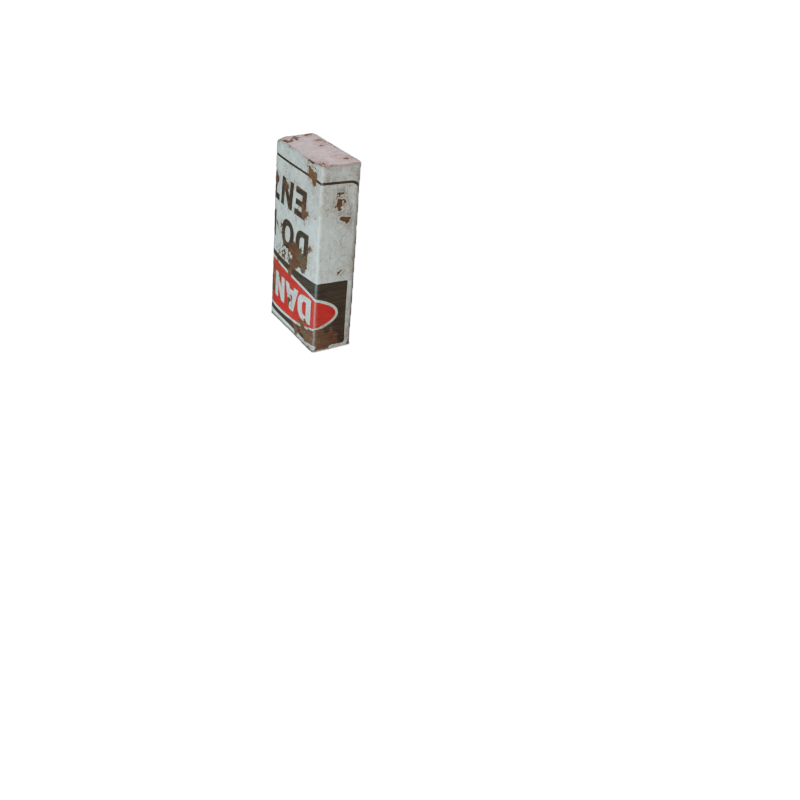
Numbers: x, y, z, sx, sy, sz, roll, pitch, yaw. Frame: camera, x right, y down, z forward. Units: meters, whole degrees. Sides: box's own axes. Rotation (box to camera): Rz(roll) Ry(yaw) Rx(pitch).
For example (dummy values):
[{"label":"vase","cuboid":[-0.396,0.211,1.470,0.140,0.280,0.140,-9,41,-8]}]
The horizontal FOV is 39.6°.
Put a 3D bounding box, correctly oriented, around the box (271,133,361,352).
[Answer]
[{"label":"box","cuboid":[-0.078,-0.142,0.995,0.047,0.167,0.100,-11,28,-27]}]
